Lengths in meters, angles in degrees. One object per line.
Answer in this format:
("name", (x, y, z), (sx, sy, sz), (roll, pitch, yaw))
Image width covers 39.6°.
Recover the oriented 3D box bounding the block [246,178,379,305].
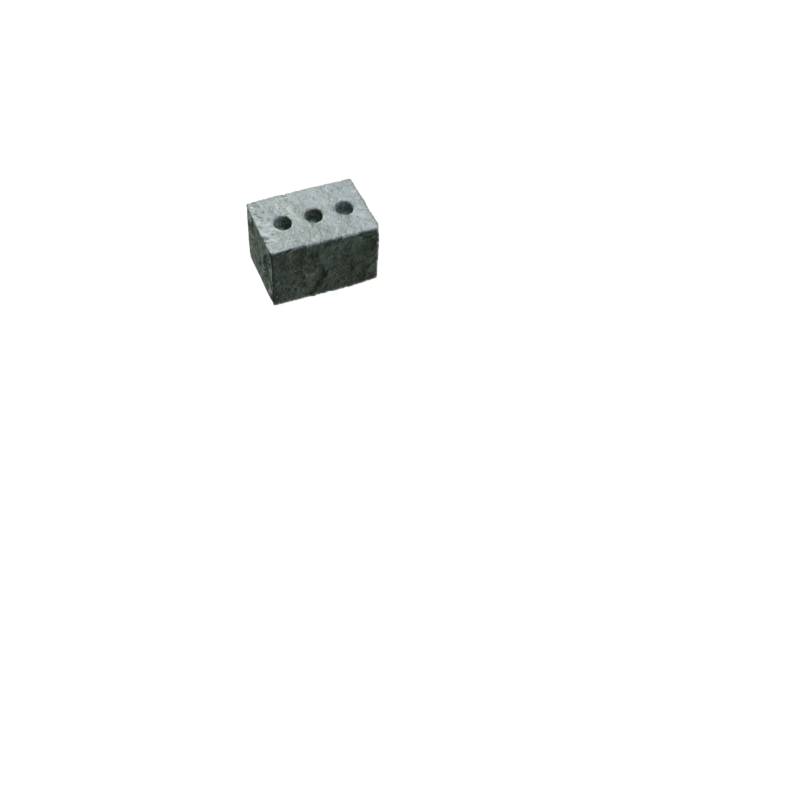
("block", (-0.059, -0.107, 0.749), (0.077, 0.057, 0.048), (-16, -39, -15))
